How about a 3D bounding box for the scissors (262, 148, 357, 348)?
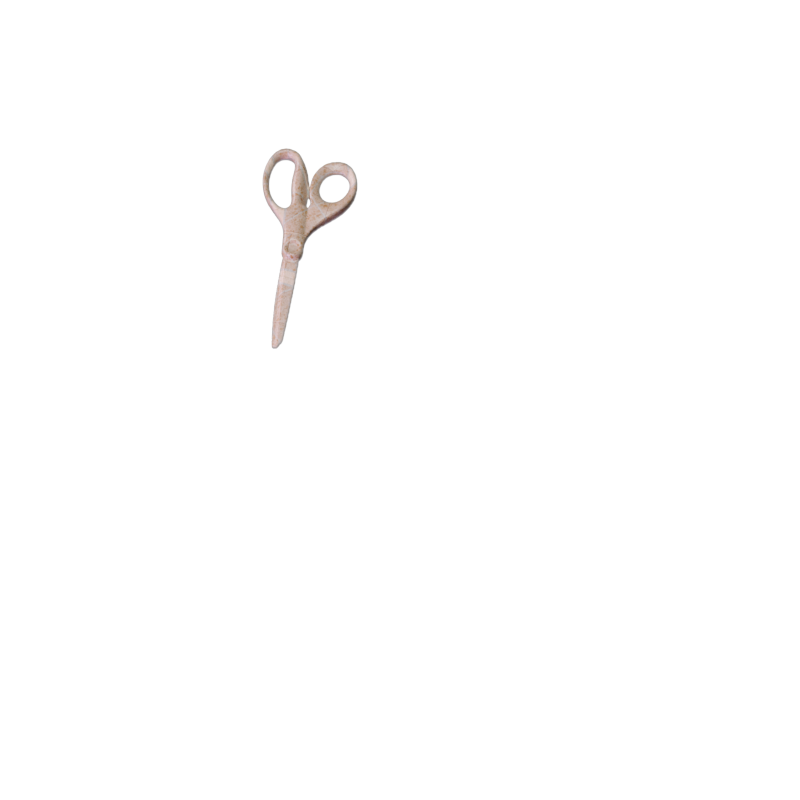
[{"bbox_3d":[-0.078,-0.141,0.991,0.096,0.215,0.015,-8,-29,-4],"label":"scissors"}]
